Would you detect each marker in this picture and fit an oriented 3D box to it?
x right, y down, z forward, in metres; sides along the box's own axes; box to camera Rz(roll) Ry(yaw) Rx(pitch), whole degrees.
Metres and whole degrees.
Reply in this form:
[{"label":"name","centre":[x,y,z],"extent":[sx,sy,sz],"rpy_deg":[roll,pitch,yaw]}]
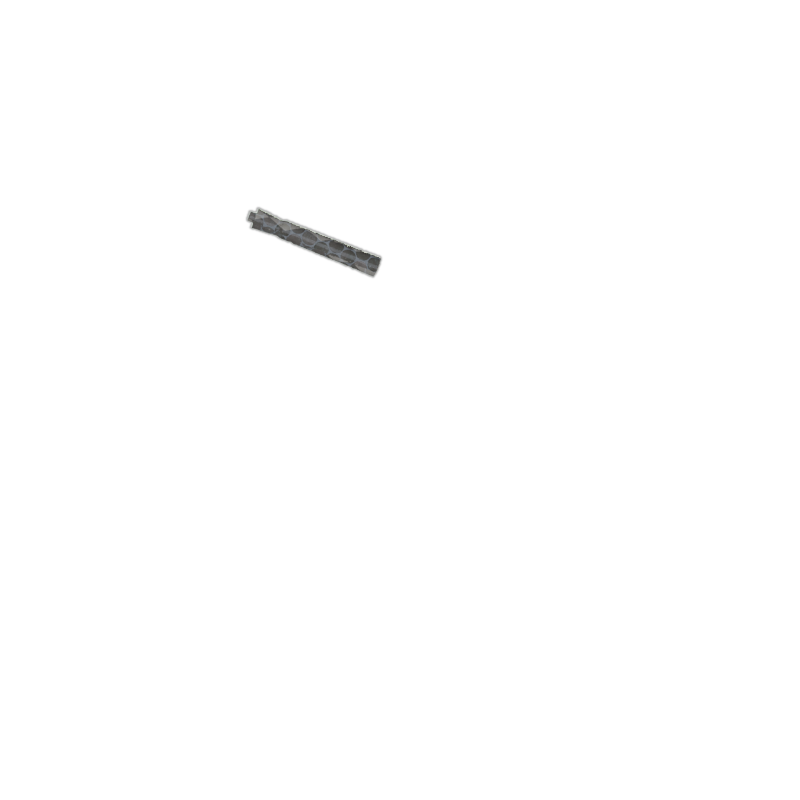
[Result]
[{"label":"marker","centre":[-0.075,-0.137,0.960],"extent":[0.120,0.020,0.020],"rpy_deg":[21,2,-3]}]
